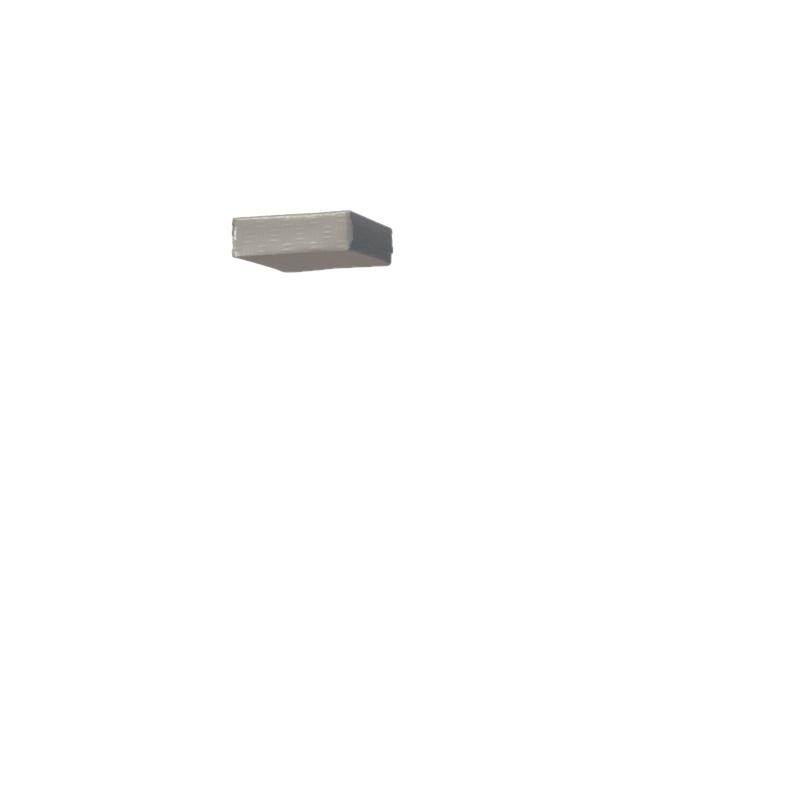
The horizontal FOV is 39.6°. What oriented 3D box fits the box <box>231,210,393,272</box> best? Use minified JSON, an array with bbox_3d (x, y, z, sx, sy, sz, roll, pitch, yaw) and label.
[{"bbox_3d":[-0.074,-0.135,0.946,0.116,0.040,0.086,-2,-4,24],"label":"box"}]
